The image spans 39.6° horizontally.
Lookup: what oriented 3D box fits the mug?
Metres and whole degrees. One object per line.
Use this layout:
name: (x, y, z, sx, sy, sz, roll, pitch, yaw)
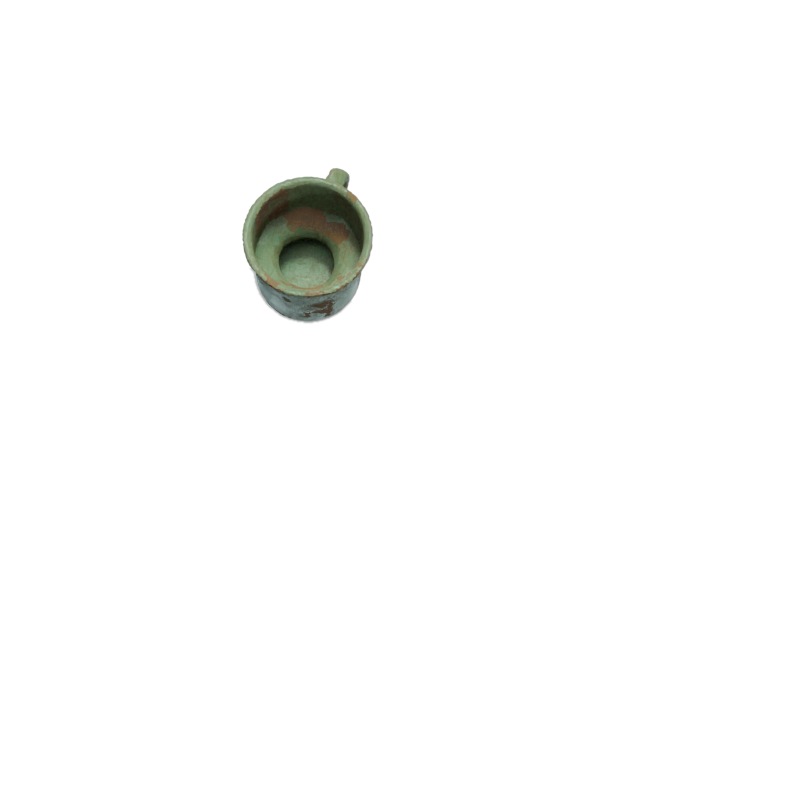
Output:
mug: (-0.065, -0.118, 0.828, 0.094, 0.121, 0.078, 18, -19, 4)
